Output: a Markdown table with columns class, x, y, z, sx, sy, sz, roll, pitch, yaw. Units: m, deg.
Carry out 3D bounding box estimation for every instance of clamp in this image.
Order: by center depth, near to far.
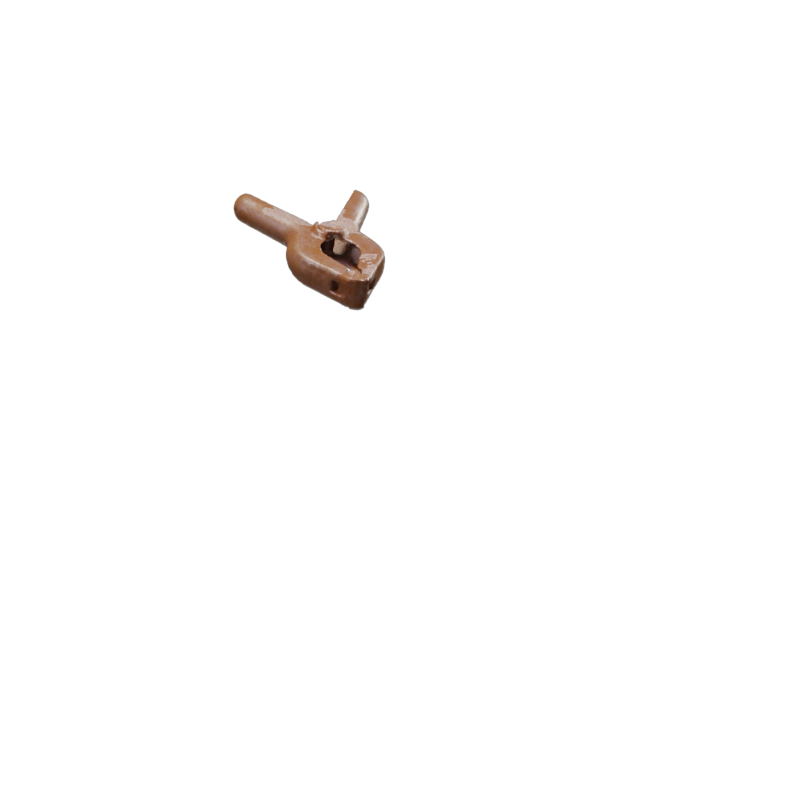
| class | x | y | z | sx | sy | sz | roll | pitch | yaw |
| --- | --- | --- | --- | --- | --- | --- | --- | --- | --- |
| clamp | -0.071 | -0.129 | 0.906 | 0.119 | 0.037 | 0.184 | -6 | 32 | -9 |
